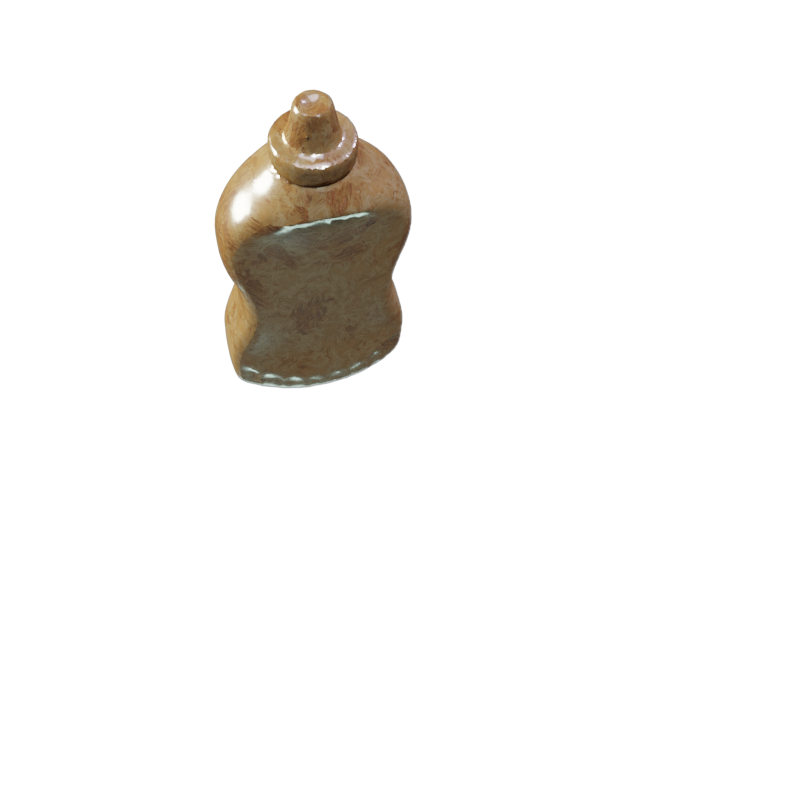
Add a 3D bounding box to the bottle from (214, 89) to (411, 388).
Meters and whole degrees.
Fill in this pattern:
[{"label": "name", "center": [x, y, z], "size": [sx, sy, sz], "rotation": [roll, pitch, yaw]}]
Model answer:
[{"label": "bottle", "center": [-0.044, -0.079, 0.554], "size": [0.095, 0.063, 0.179], "rotation": [-10, -32, -10]}]
